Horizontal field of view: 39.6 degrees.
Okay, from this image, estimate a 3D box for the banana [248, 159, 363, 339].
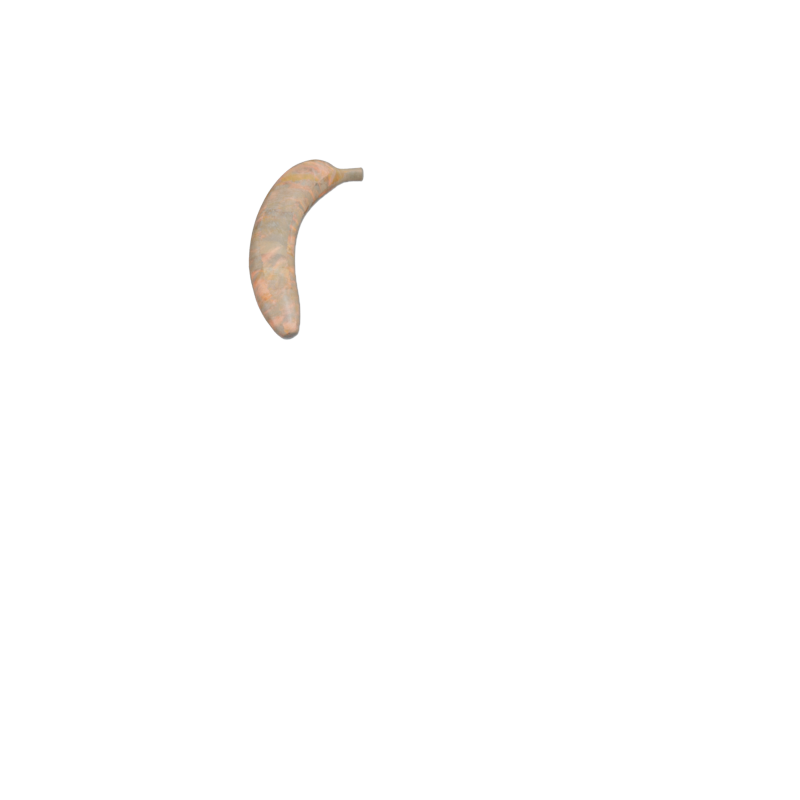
[{"bbox_3d":[-0.088,-0.137,0.912,0.071,0.208,0.034,12,-37,8],"label":"banana"}]
